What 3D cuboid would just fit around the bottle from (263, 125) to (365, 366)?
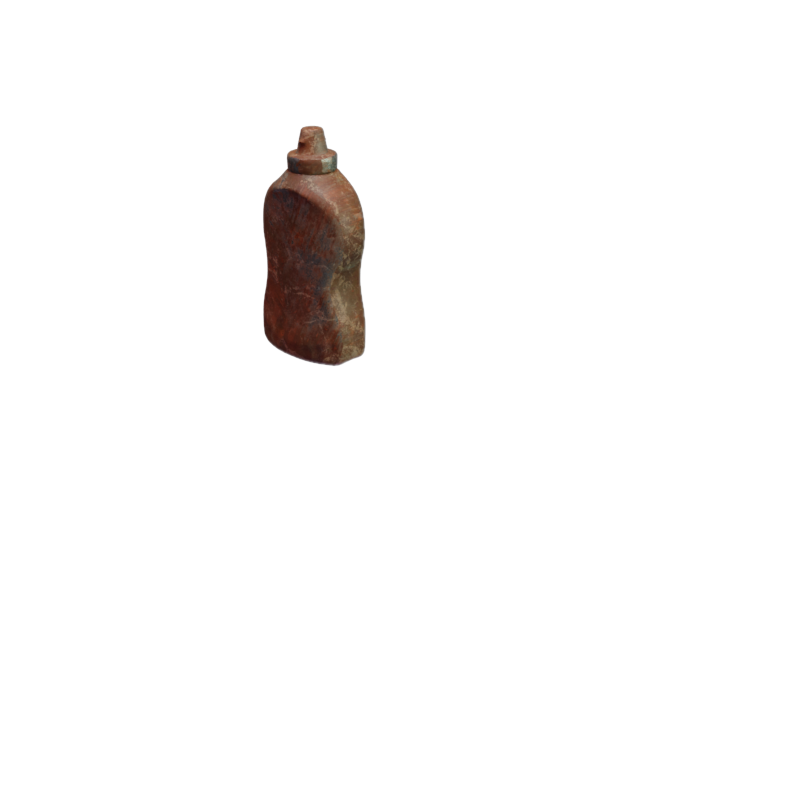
[{"bbox_3d":[-0.072,-0.130,0.914,0.057,0.183,0.102,-17,27,-42],"label":"bottle"}]
